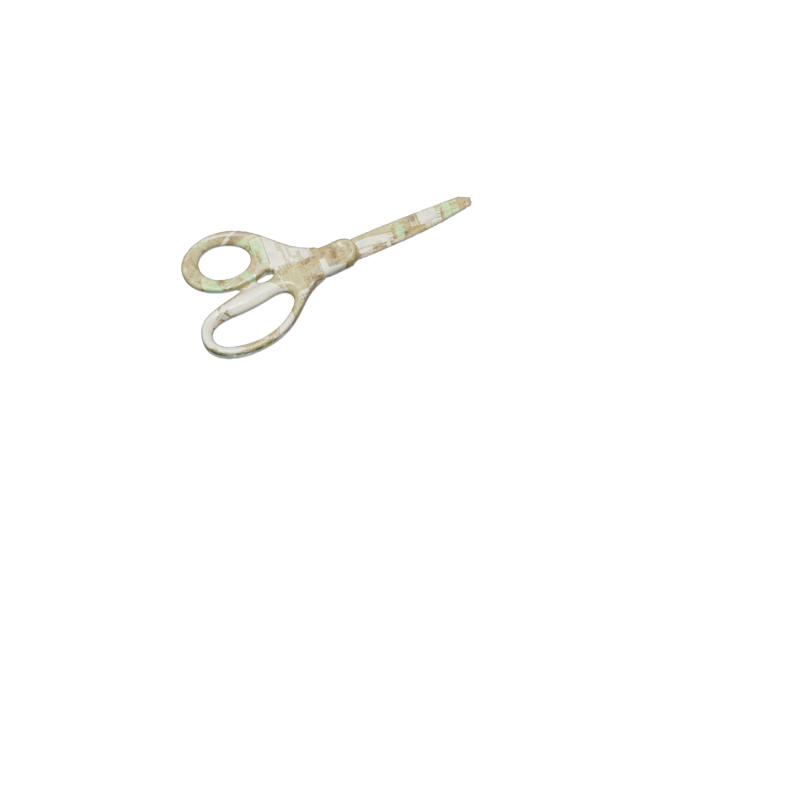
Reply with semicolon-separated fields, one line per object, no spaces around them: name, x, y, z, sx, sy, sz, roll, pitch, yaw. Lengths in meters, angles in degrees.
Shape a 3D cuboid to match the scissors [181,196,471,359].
scissors;-0.057;-0.104;0.728;0.203;0.101;0.015;-40;-21;-19
